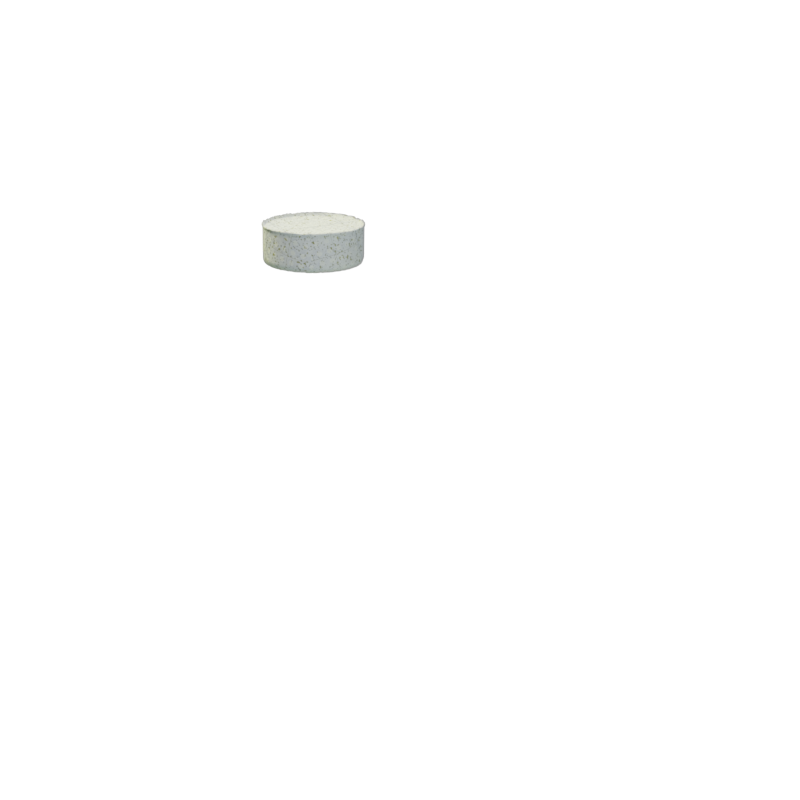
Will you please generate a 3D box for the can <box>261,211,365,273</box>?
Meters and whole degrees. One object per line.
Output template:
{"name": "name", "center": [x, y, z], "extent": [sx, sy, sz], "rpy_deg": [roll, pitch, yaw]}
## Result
{"name": "can", "center": [-0.072, -0.132, 0.921], "extent": [0.086, 0.032, 0.089], "rpy_deg": [-1, 20, -2]}
